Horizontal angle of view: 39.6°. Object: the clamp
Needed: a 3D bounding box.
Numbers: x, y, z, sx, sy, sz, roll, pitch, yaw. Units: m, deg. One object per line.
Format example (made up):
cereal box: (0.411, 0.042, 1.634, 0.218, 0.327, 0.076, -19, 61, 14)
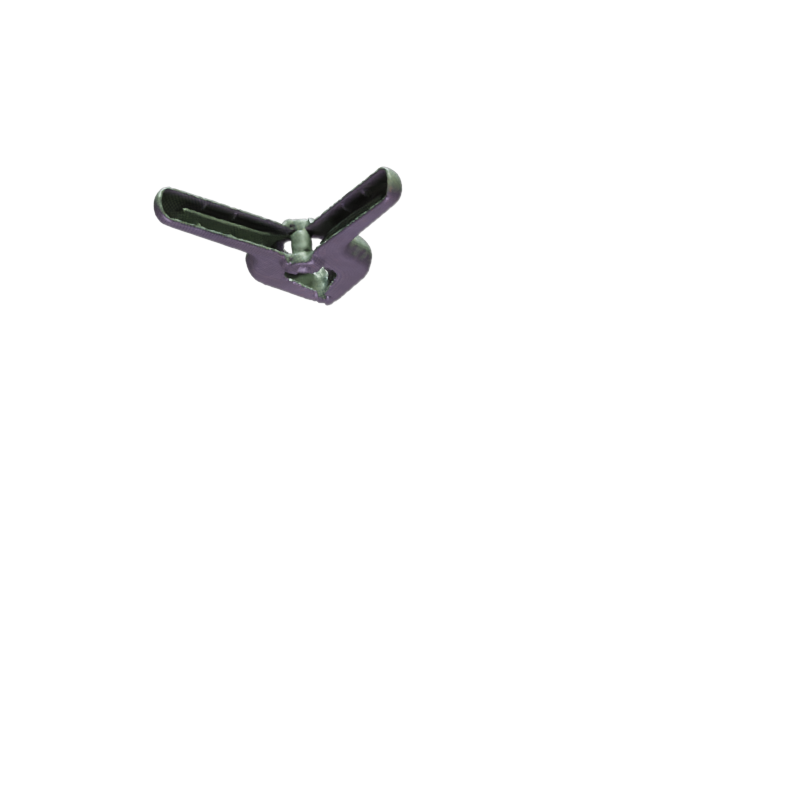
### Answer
clamp: (-0.063, -0.114, 0.800, 0.167, 0.038, 0.198, -4, -15, 14)
